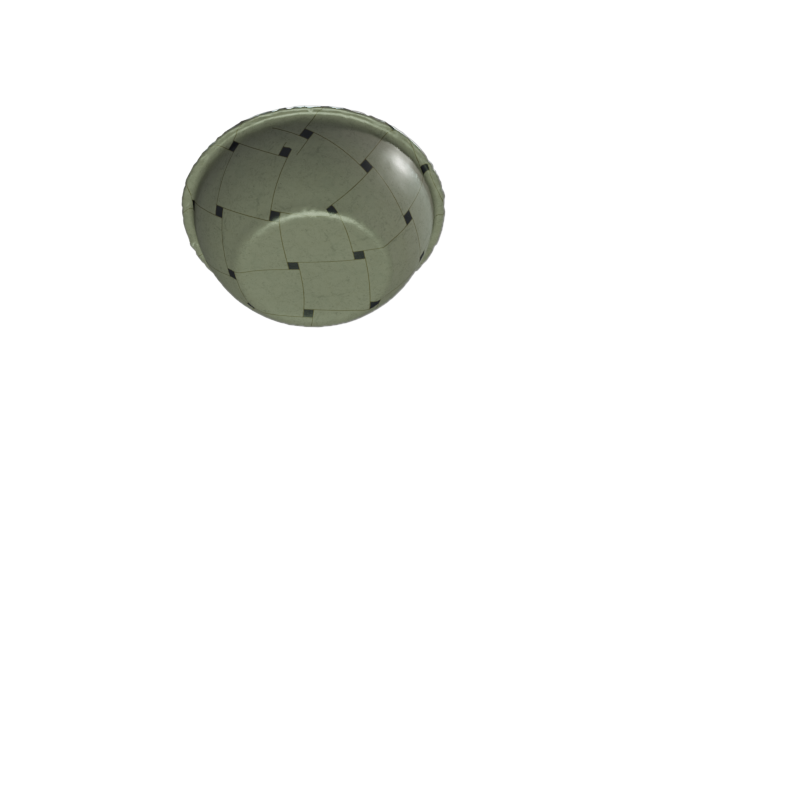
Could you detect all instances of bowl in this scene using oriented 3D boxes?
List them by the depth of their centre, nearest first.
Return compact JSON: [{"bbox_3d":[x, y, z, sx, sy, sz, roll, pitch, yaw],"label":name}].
[{"bbox_3d":[-0.052,-0.095,0.663,0.162,0.151,0.059,1,45,-1],"label":"bowl"}]
